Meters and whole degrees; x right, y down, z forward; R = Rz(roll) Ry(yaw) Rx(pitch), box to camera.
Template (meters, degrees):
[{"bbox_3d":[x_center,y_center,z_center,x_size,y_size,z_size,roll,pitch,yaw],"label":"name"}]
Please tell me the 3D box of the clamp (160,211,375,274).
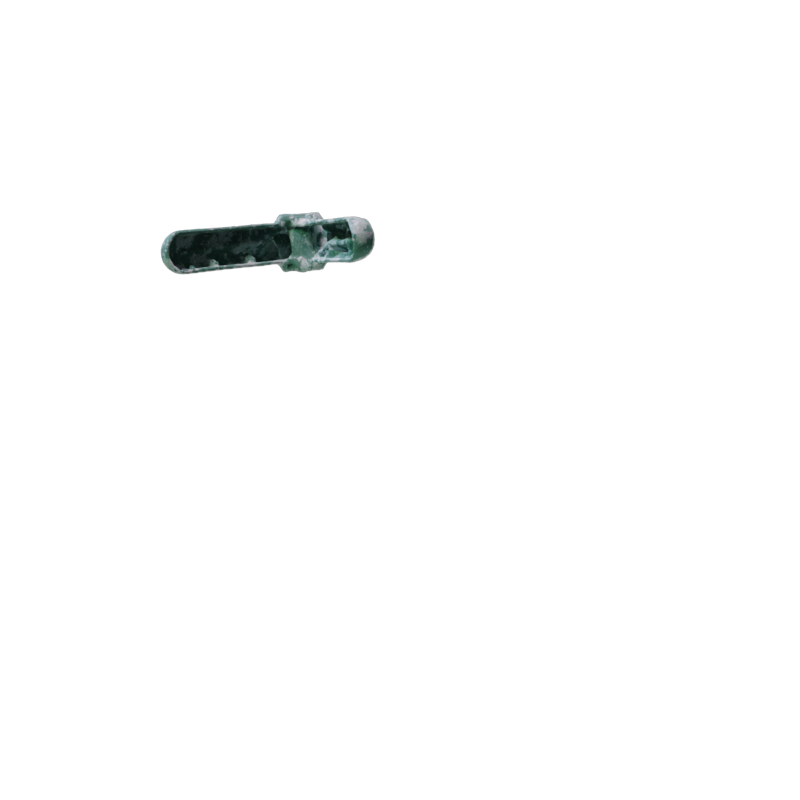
[{"bbox_3d":[-0.052,-0.095,0.667,0.124,0.038,0.170,5,13,21],"label":"clamp"}]
